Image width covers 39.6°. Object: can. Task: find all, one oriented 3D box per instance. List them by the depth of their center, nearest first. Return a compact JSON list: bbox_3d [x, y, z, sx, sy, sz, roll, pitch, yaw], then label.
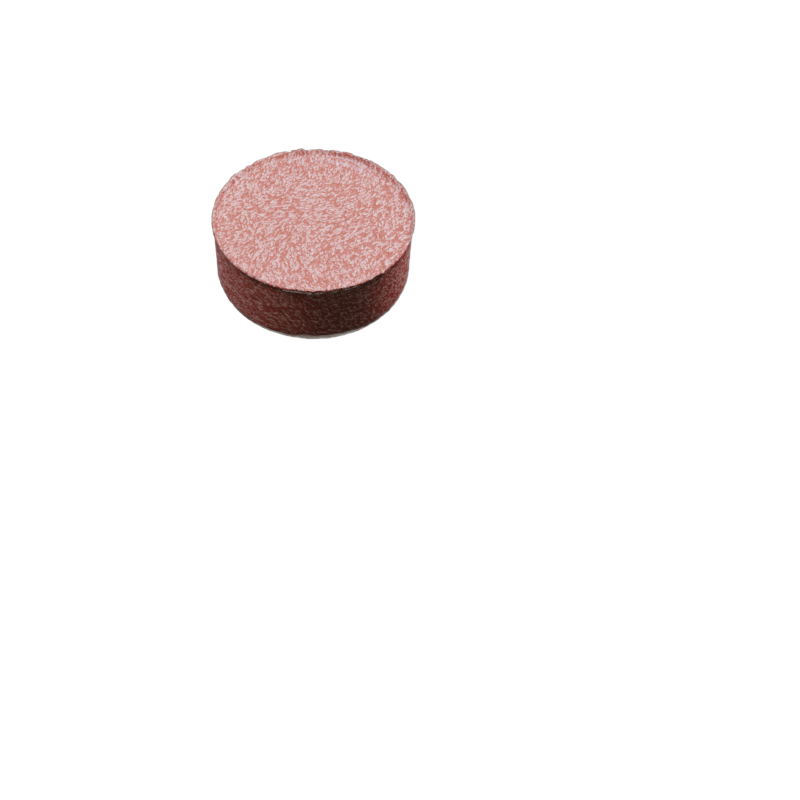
[{"bbox_3d":[-0.037,-0.068,0.477,0.086,0.092,0.031,-1,-41,-1],"label":"can"}]
